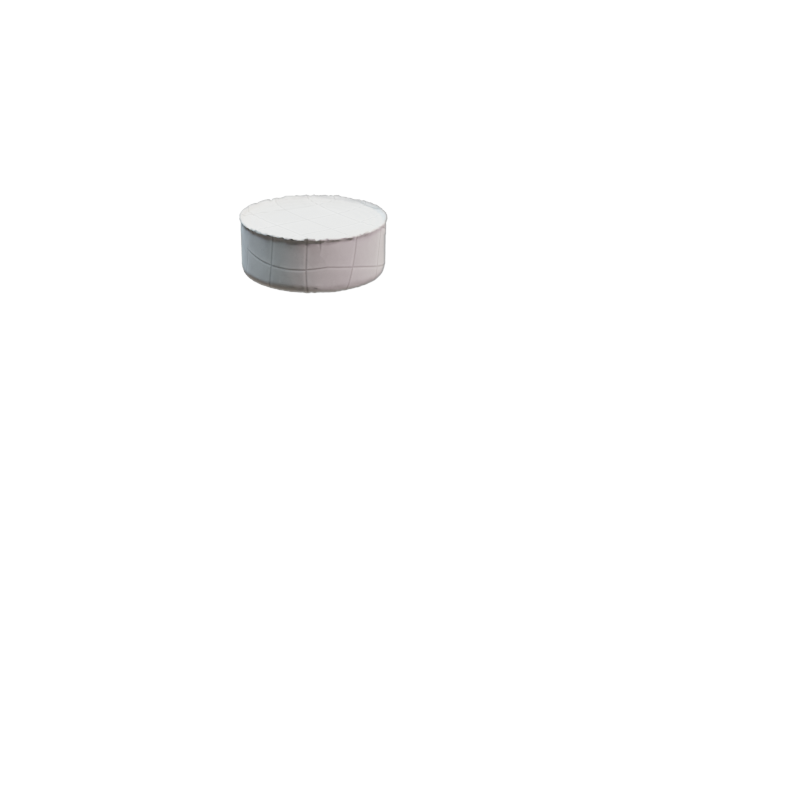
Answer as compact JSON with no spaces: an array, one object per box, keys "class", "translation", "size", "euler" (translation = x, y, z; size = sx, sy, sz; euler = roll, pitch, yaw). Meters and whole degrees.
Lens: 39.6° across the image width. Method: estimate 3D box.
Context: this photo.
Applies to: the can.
[{"class":"can","translation":[-0.051,-0.092,0.648],"size":[0.086,0.032,0.090],"euler":[-1,25,-2]}]
